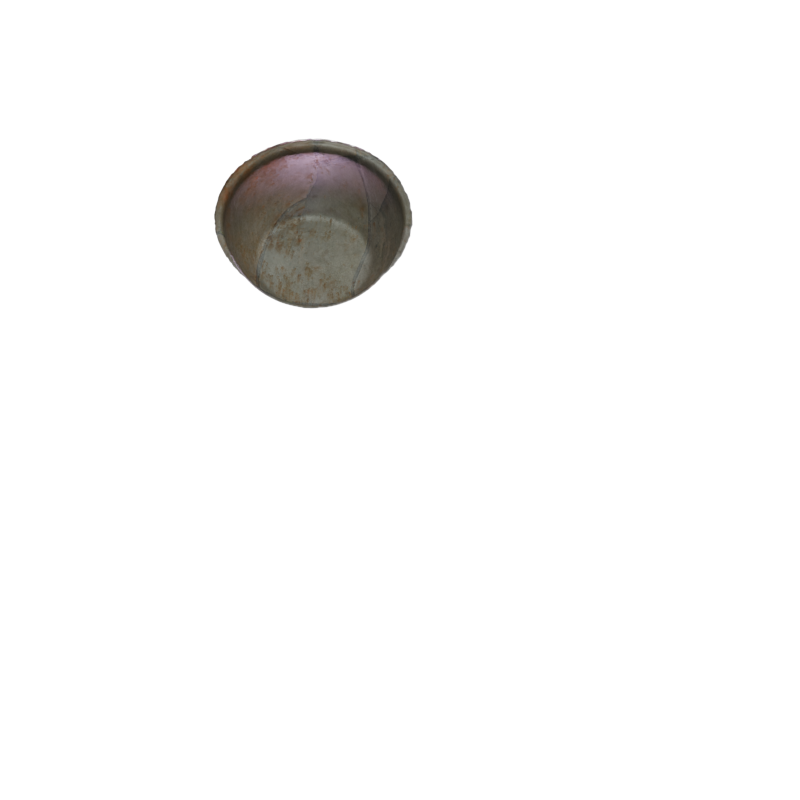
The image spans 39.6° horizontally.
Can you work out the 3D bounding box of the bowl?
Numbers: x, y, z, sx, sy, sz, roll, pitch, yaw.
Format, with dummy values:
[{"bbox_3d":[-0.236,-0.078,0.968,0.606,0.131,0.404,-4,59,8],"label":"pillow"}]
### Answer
[{"bbox_3d":[-0.069,-0.126,0.886,0.162,0.151,0.059,1,41,-1],"label":"bowl"}]
